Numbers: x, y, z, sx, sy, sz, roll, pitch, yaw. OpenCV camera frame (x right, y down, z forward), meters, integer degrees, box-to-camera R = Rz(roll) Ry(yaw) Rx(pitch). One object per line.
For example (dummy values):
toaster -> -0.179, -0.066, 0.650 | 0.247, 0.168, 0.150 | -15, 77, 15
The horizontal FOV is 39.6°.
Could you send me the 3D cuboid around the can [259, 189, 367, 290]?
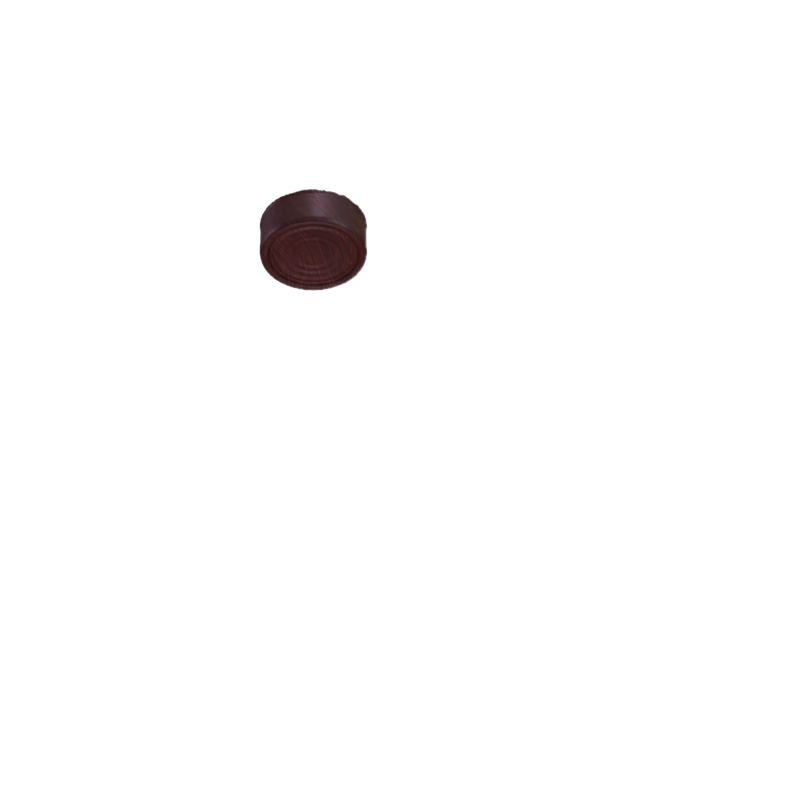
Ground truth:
can -> -0.069, -0.125, 0.875 | 0.086, 0.036, 0.080 | 1, -37, -2
